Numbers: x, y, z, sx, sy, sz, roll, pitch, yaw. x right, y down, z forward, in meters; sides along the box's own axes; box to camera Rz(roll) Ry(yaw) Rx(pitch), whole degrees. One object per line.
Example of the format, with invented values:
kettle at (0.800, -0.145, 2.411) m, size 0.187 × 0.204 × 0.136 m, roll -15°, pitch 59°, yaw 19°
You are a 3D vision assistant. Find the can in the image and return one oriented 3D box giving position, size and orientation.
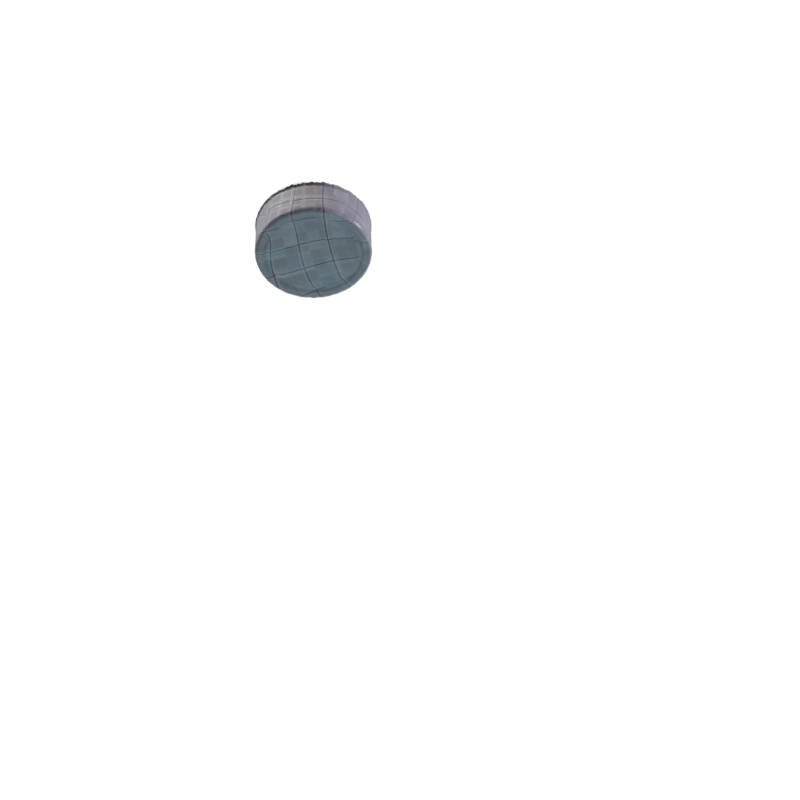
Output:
can at (-0.063, -0.115, 0.804) m, size 0.086 × 0.080 × 0.036 m, roll 1°, pitch 45°, yaw -1°
